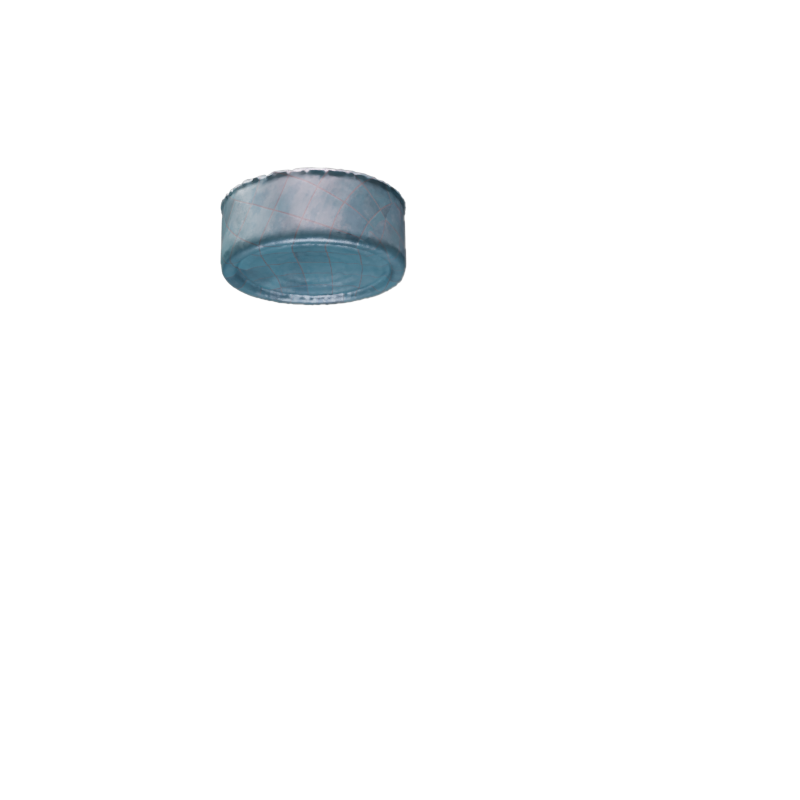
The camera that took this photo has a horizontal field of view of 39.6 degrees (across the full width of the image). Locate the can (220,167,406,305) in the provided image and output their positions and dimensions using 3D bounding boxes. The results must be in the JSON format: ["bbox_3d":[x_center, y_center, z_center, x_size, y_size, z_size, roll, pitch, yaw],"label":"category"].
[{"bbox_3d":[-0.040,-0.072,0.507,0.086,0.035,0.082,0,-17,-2],"label":"can"}]
